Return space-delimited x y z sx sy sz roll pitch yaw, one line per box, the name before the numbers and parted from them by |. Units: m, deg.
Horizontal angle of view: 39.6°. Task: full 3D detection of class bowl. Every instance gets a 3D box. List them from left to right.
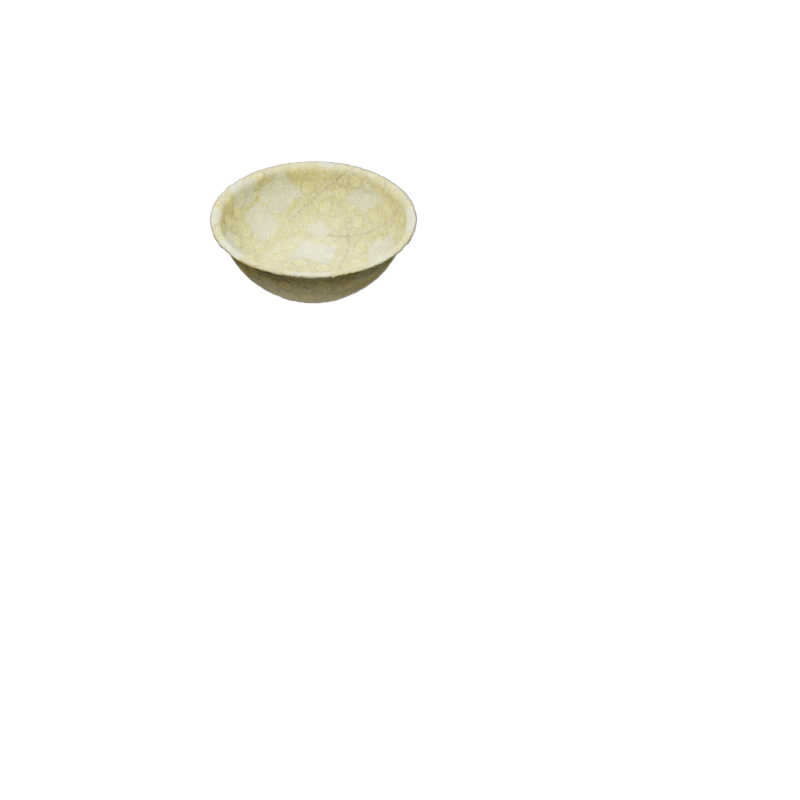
bowl | -0.069 -0.126 0.881 0.162 0.051 0.174 -1 40 -2
